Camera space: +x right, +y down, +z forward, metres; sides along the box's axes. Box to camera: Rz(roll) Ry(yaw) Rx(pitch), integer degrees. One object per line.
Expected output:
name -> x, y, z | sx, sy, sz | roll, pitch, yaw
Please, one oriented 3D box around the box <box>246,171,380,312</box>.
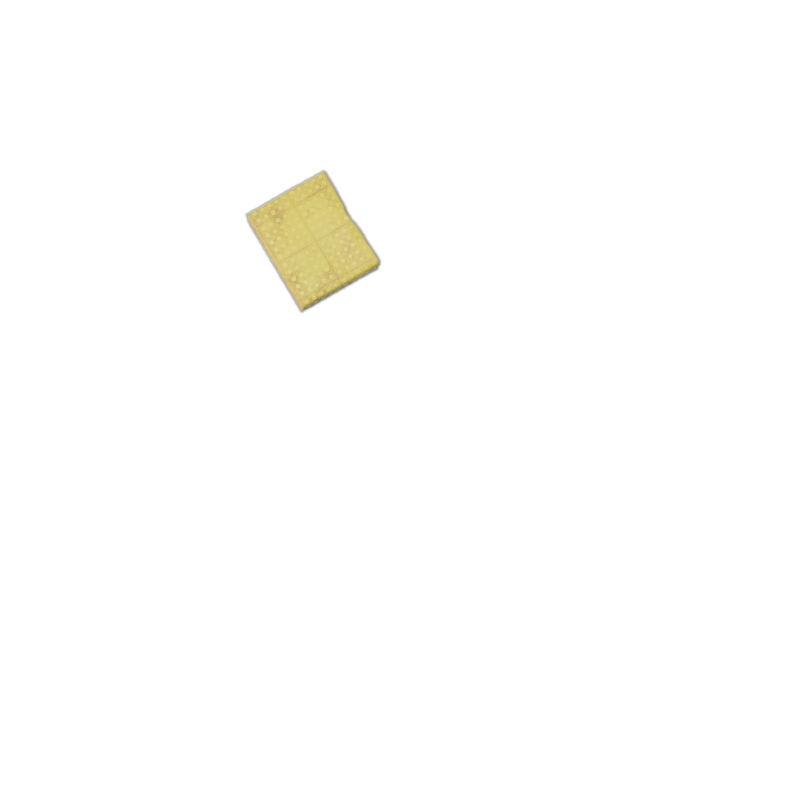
box -> -0.069, -0.126, 0.885 | 0.073, 0.092, 0.029 | -30, -9, -6
